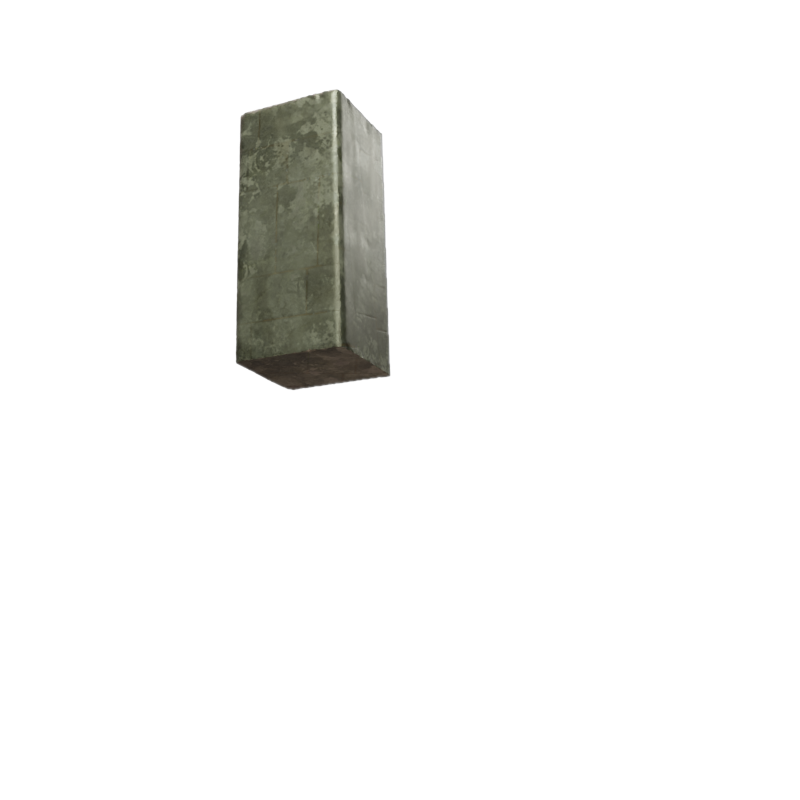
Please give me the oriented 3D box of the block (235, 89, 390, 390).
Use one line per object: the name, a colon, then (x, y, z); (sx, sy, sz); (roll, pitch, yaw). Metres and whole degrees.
block: (-0.068, -0.123, 0.862); (0.092, 0.217, 0.084); (-11, -23, 23)
